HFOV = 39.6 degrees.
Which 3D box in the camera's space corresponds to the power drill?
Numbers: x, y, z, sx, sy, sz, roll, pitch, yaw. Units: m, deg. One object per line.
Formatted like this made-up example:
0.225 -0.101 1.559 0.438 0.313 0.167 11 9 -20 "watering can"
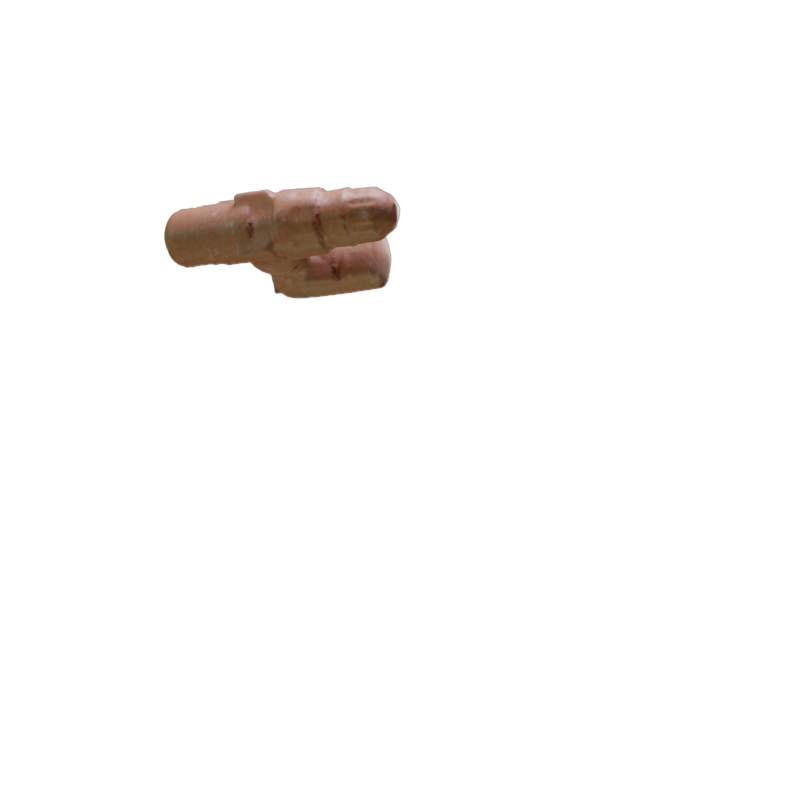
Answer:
-0.069 -0.127 0.887 0.188 0.059 0.179 -2 -6 19 "power drill"
